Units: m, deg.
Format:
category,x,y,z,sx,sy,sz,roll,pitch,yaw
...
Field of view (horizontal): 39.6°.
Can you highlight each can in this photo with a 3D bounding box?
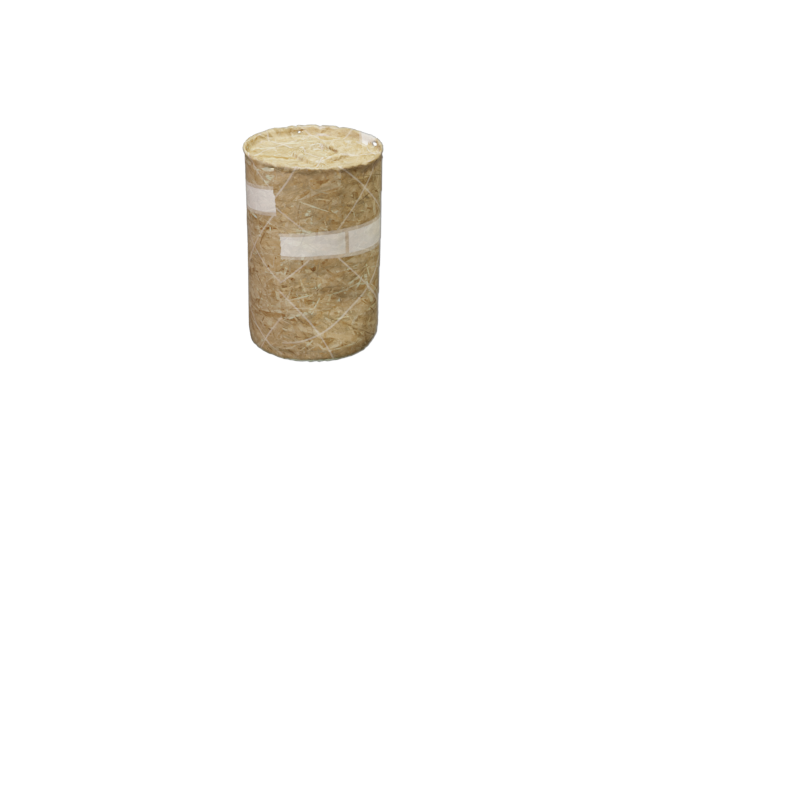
category,x,y,z,sx,sy,sz,roll,pitch,yaw
can,-0.043,-0.079,0.553,0.068,0.097,0.072,0,26,-2
